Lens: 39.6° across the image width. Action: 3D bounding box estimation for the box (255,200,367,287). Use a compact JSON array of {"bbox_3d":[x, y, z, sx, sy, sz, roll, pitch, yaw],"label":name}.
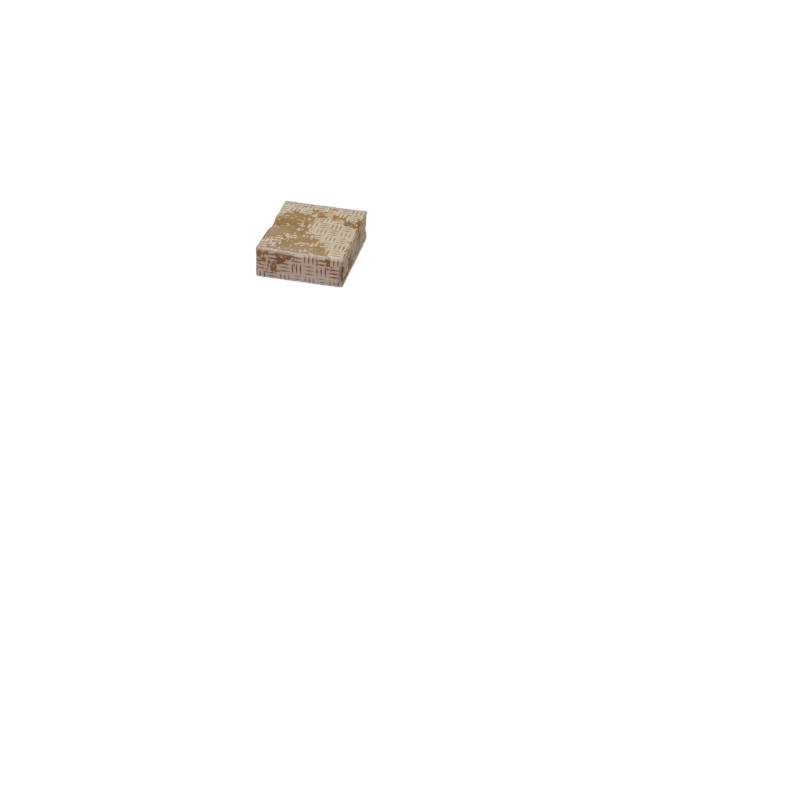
[{"bbox_3d":[-0.072,-0.131,0.917,0.075,0.028,0.093,8,36,11],"label":"box"}]
